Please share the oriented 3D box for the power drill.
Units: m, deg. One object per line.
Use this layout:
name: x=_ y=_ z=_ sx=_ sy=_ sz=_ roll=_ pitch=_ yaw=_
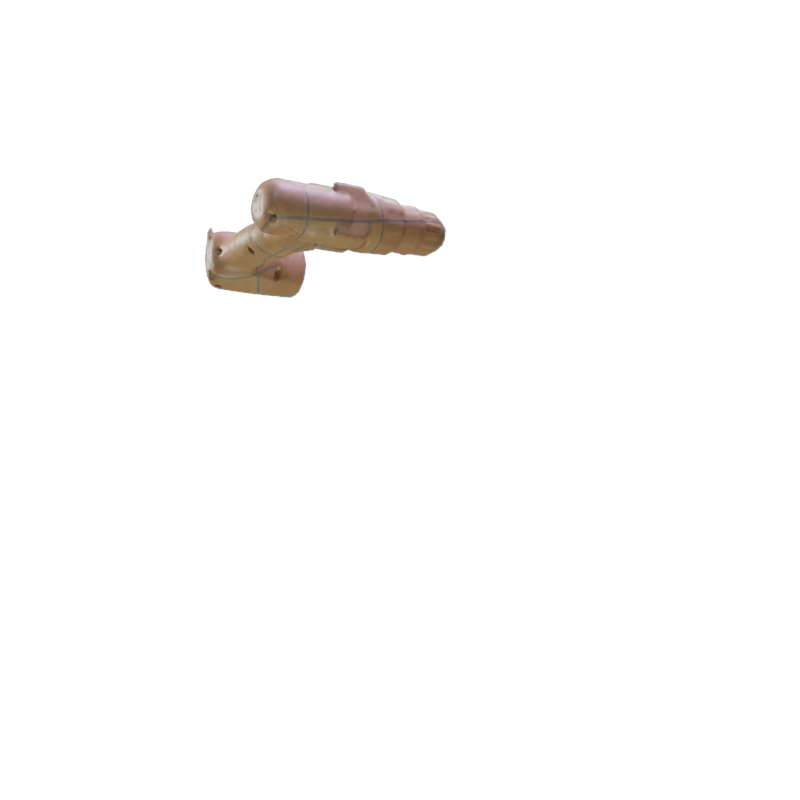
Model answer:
power drill: x=-0.078 y=-0.142 z=0.997 sx=0.176 sy=0.060 sz=0.188 roll=9 pitch=-16 yaw=-32
